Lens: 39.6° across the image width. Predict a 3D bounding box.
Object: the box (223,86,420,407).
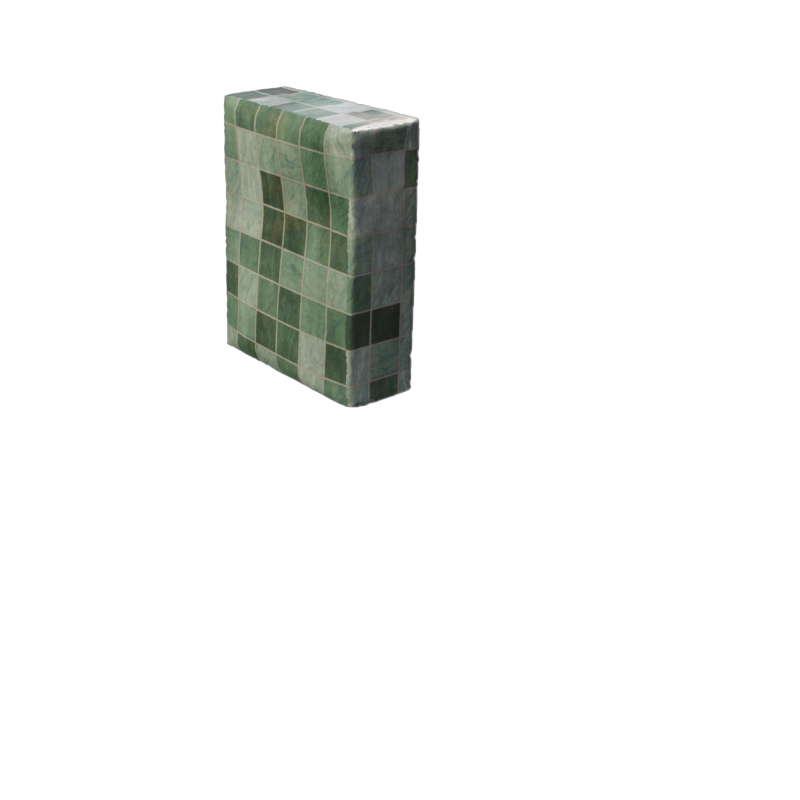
[{"bbox_3d":[-0.067,-0.122,0.854,0.070,0.205,0.175,-14,26,-37],"label":"box"}]
